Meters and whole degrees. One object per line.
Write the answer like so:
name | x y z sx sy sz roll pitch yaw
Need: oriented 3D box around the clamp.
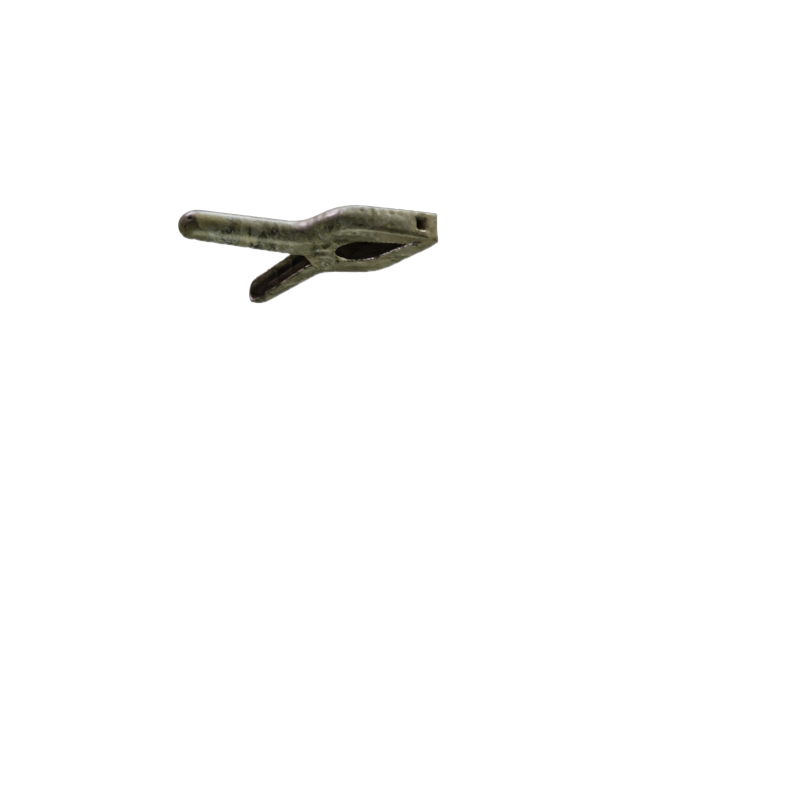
clamp | -0.074 -0.135 0.948 0.214 0.038 0.154 -8 -20 23
